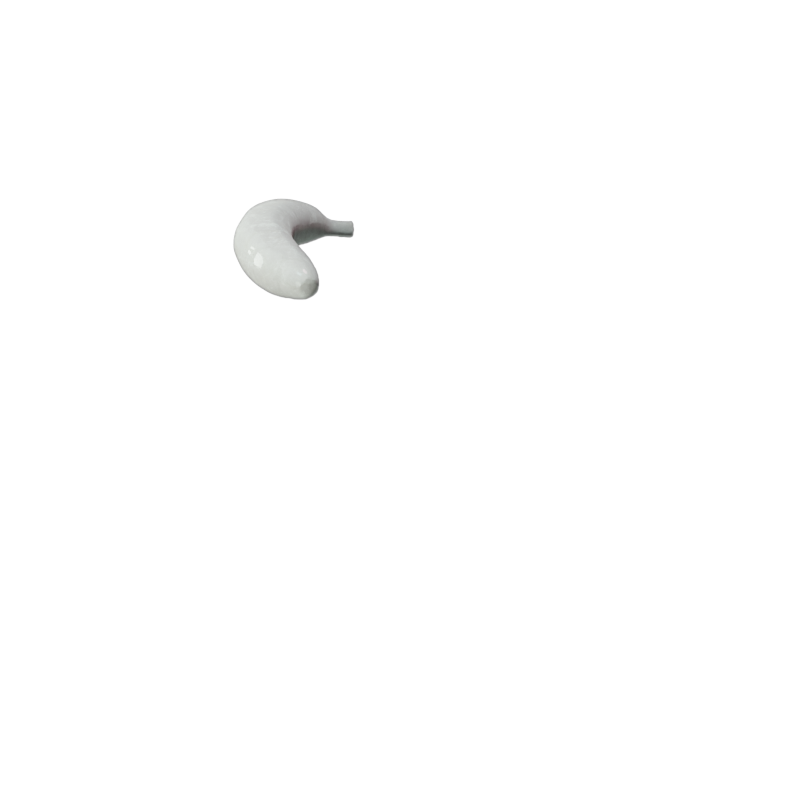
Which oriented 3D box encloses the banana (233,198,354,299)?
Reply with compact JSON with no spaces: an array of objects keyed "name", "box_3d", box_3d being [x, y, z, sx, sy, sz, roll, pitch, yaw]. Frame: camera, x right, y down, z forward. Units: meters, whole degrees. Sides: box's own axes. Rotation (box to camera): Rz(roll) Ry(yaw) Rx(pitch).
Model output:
[{"name":"banana","box_3d":[-0.074,-0.104,0.716,0.070,0.035,0.204,2,20,4]}]
